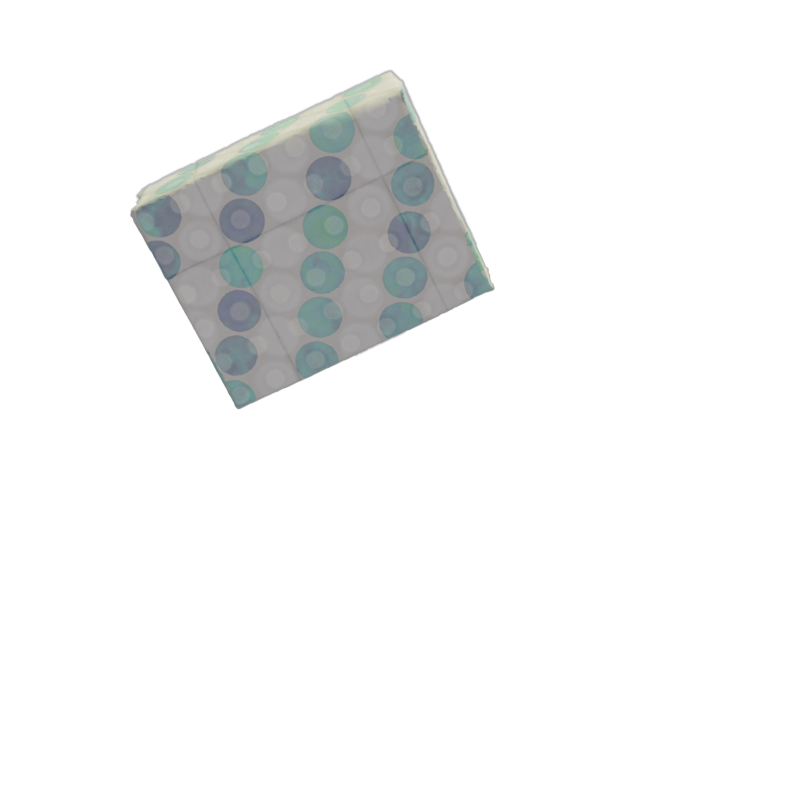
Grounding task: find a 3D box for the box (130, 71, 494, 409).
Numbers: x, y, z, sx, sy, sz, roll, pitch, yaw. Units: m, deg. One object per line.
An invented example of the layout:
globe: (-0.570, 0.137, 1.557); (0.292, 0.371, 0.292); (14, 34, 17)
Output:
box: (-0.033, -0.061, 0.427); (0.114, 0.086, 0.040); (-24, 17, 7)
